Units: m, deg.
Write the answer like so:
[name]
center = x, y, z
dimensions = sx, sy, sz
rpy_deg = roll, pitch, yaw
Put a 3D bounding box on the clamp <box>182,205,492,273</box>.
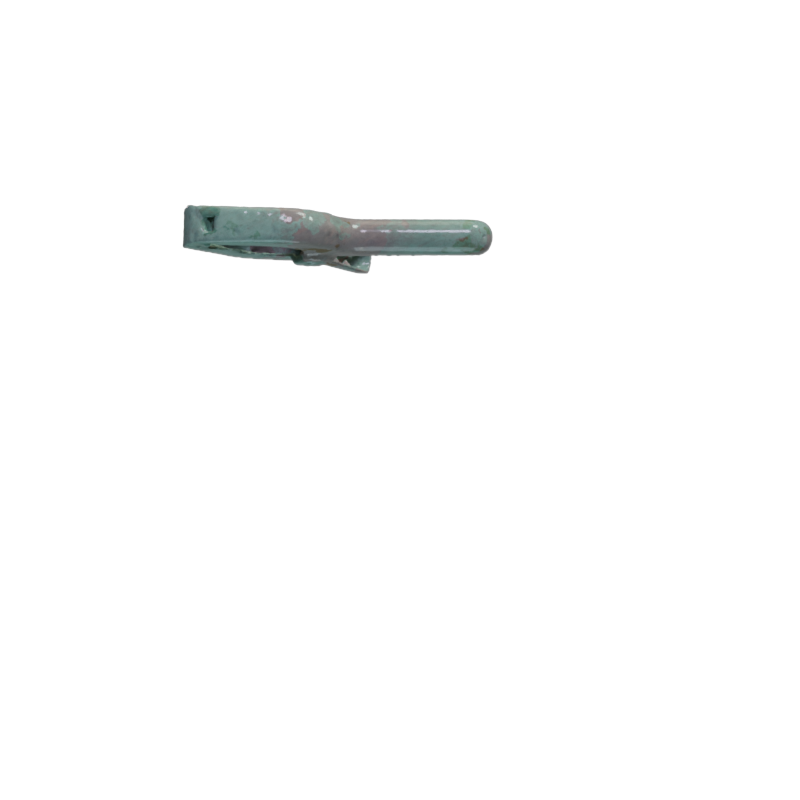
[clamp]
center = -0.063, -0.115, 0.807
dimensions = 0.203, 0.037, 0.168
rpy_deg = 1, -1, -26
